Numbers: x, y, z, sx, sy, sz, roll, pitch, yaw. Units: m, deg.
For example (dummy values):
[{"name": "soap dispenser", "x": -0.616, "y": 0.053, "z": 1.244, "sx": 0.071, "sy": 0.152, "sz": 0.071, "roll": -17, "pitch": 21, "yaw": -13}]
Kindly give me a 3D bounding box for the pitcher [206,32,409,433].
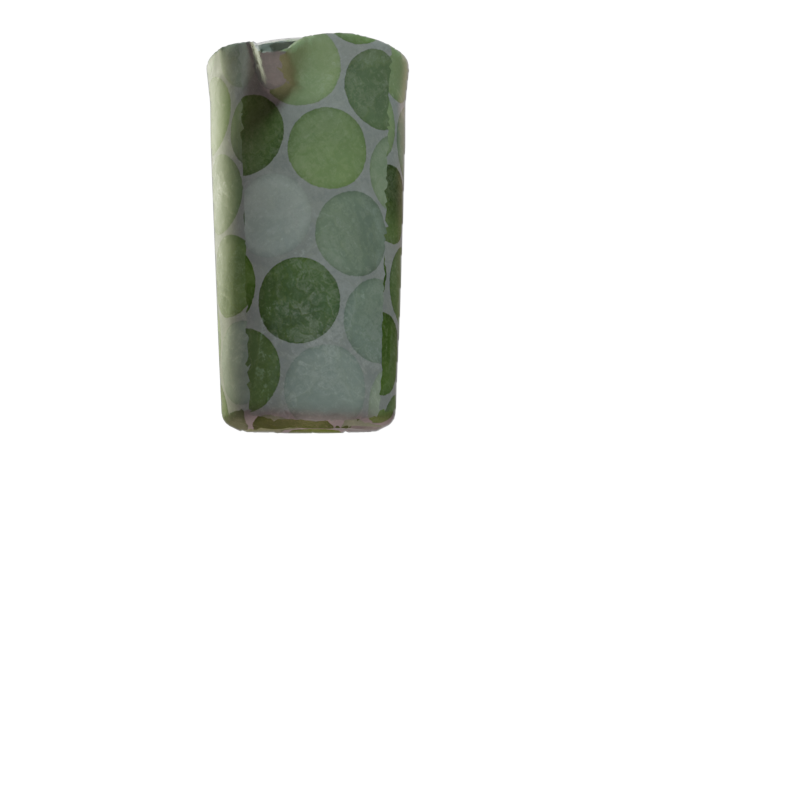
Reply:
[{"name": "pitcher", "x": -0.056, "y": -0.103, "z": 0.718, "sx": 0.143, "sy": 0.250, "sz": 0.147, "roll": 6, "pitch": -11, "yaw": -34}]
